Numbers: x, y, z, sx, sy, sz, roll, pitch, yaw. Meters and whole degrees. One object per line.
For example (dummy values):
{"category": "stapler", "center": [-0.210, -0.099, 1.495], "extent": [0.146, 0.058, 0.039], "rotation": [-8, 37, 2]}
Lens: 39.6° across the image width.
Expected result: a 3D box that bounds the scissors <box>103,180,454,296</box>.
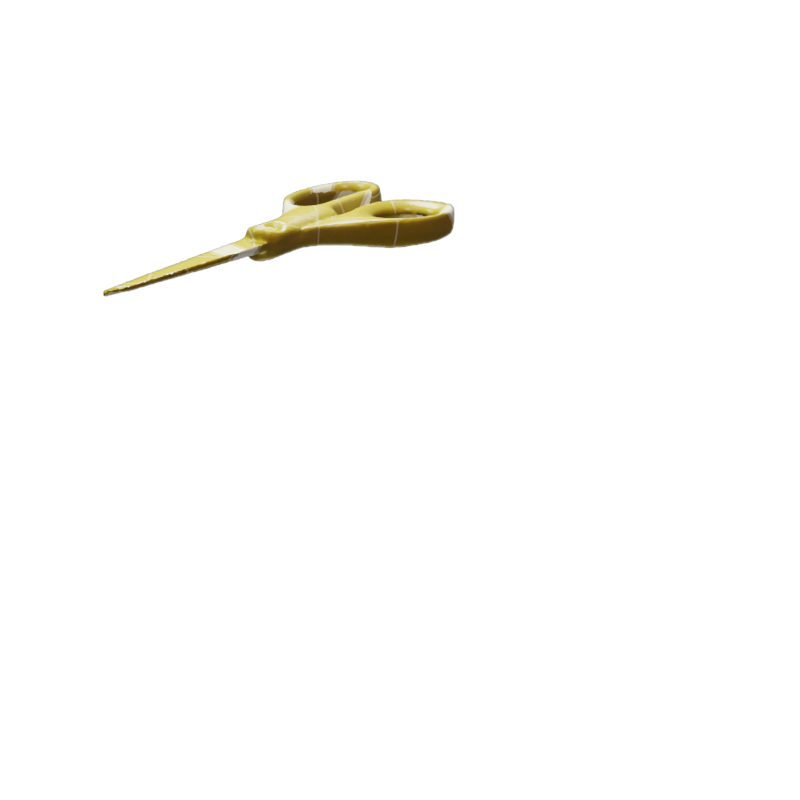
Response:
{"category": "scissors", "center": [-0.040, -0.072, 0.505], "extent": [0.099, 0.015, 0.205], "rotation": [8, 24, 18]}
